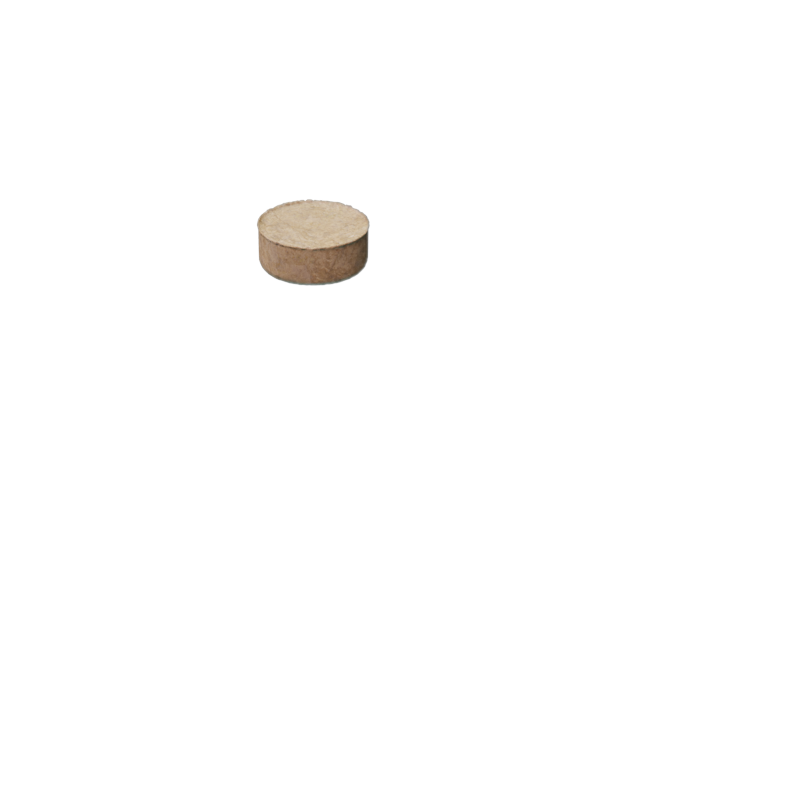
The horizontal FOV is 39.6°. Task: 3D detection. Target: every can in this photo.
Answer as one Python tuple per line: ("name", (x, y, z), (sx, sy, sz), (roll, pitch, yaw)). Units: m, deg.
("can", (-0.067, -0.122, 0.851), (0.086, 0.032, 0.091), (-1, 32, -2))
